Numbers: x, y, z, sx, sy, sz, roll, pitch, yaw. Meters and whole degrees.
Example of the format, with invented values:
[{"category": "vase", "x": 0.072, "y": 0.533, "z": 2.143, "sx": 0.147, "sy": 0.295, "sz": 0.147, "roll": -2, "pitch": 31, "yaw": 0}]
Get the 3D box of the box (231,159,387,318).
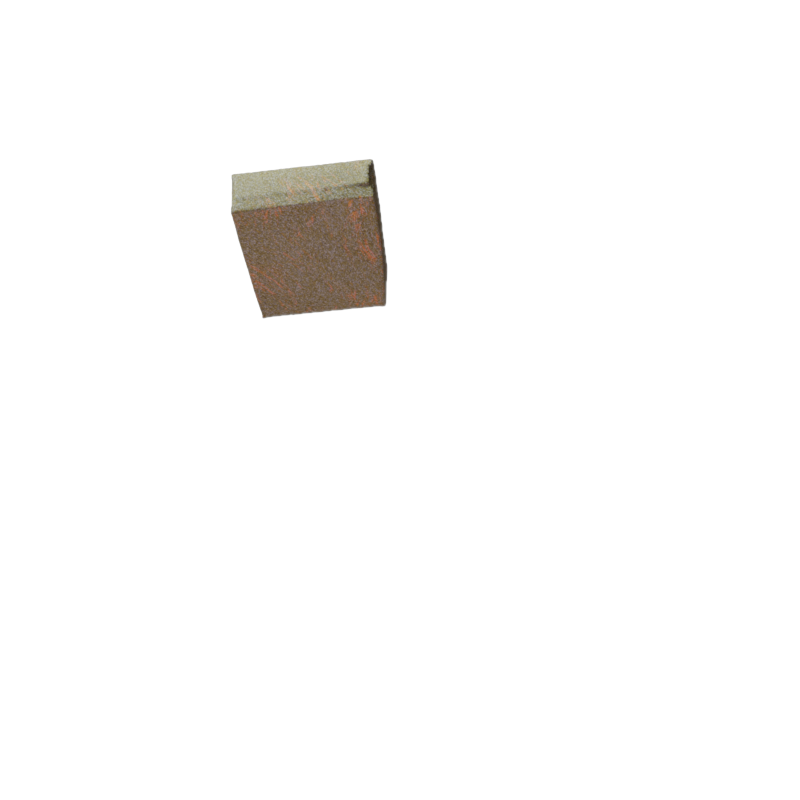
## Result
[{"category": "box", "x": -0.056, "y": -0.103, "z": 0.720, "sx": 0.090, "sy": 0.042, "sz": 0.105, "roll": -4, "pitch": -38, "yaw": 4}]
